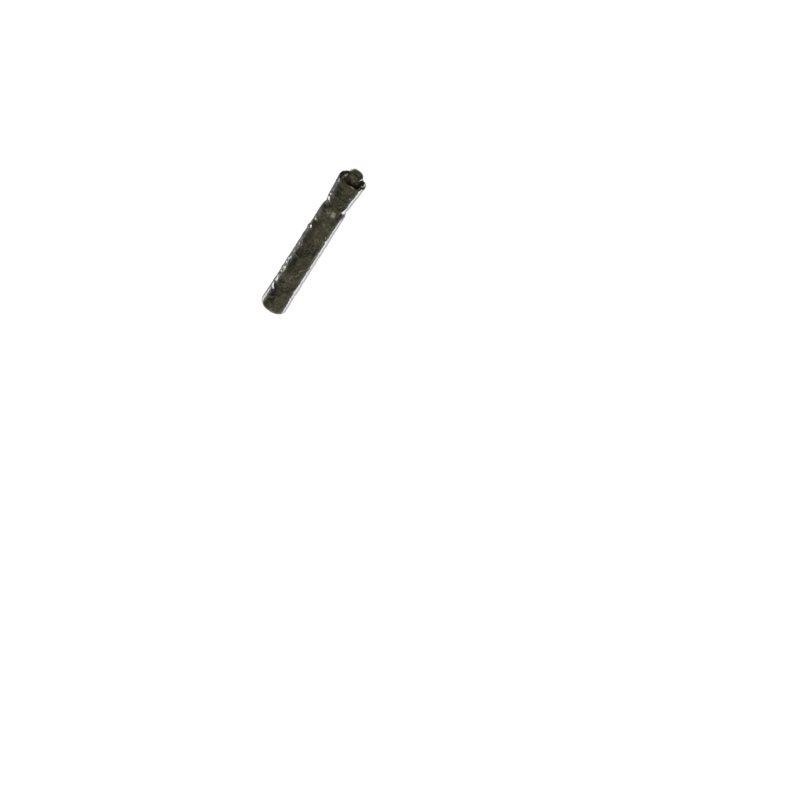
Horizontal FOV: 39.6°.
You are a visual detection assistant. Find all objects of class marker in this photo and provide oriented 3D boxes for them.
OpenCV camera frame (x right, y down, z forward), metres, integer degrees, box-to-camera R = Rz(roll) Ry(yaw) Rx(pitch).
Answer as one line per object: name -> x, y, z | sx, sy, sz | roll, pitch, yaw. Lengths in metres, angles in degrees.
marker -> -0.056, -0.103, 0.721 | 0.019, 0.021, 0.117 | 23, -53, -21
